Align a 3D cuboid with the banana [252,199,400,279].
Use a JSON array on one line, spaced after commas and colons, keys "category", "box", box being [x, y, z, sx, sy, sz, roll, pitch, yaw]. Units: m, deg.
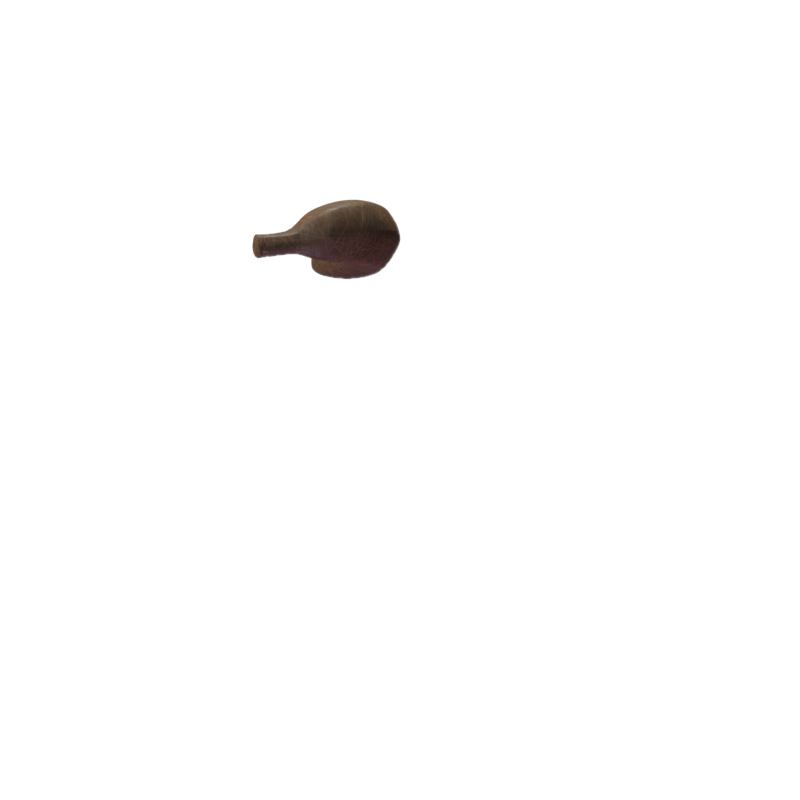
[{"category": "banana", "box": [-0.034, -0.094, 0.655, 0.070, 0.037, 0.195, 0, 2, 6]}]
